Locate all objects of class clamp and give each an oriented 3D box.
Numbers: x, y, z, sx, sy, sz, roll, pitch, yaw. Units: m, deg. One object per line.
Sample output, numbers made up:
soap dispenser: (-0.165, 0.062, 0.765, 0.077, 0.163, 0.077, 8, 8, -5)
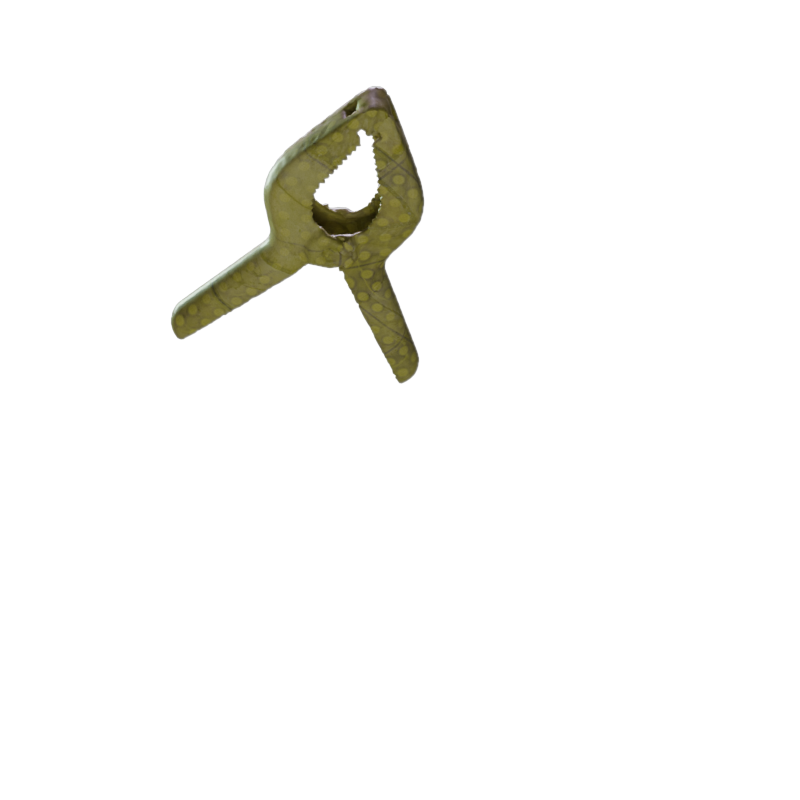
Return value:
clamp: (-0.053, -0.096, 0.674, 0.163, 0.197, 0.039, 7, 41, -6)
